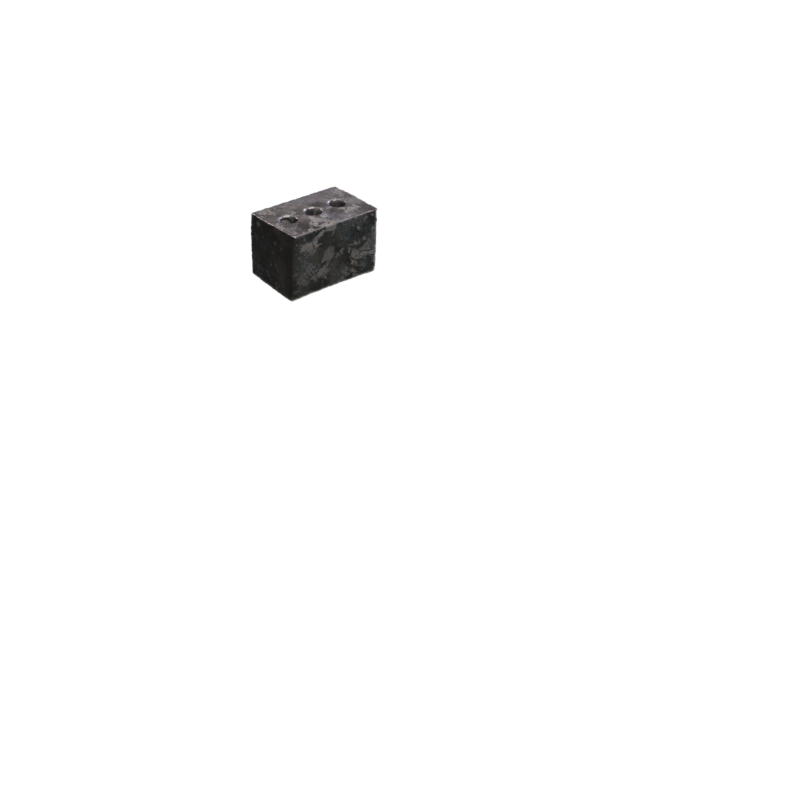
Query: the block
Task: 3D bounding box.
[{"bbox_3d":[-0.063,-0.114,0.802,0.077,0.048,0.056,-24,40,-33],"label":"block"}]
